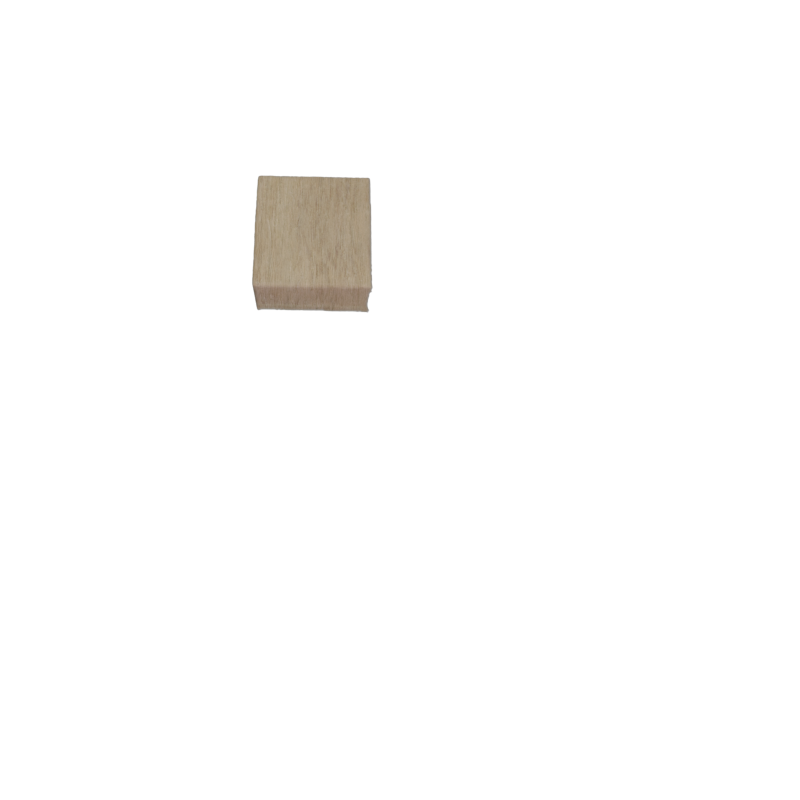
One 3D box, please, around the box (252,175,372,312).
[{"bbox_3d":[-0.067,-0.123,0.860,0.090,0.121,0.036,-1,-34,-1],"label":"box"}]
